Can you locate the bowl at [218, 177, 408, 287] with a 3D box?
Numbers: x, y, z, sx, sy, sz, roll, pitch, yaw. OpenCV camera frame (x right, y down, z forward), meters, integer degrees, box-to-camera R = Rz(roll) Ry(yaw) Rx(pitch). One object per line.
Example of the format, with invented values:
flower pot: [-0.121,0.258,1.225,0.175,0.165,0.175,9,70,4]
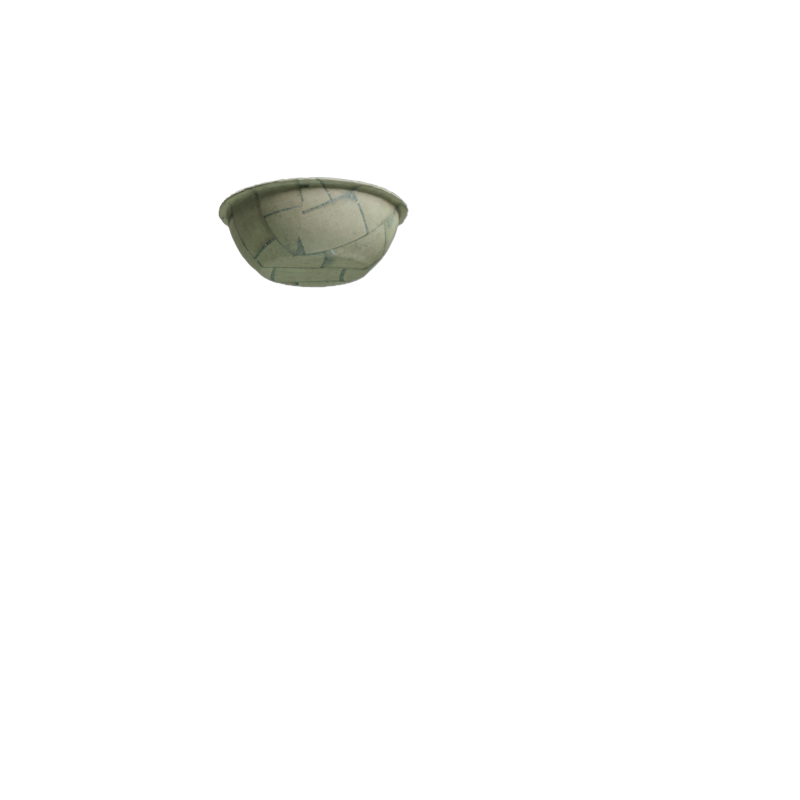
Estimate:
bowl: [-0.073,-0.134,0.937,0.162,0.057,0.157,0,-12,-2]
